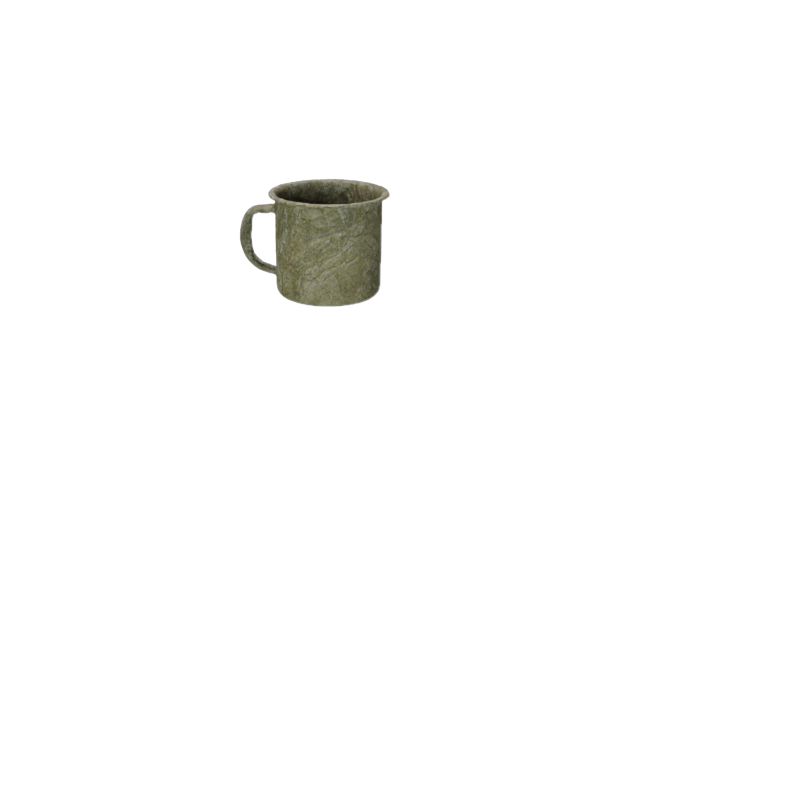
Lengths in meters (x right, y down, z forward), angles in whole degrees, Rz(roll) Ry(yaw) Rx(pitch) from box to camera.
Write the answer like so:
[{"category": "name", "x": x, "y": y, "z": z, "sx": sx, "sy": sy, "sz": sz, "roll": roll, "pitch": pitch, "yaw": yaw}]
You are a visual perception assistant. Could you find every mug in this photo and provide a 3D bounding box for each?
[{"category": "mug", "x": -0.067, "y": -0.123, "z": 0.860, "sx": 0.118, "sy": 0.078, "sz": 0.096, "roll": 3, "pitch": 20, "yaw": 7}]
